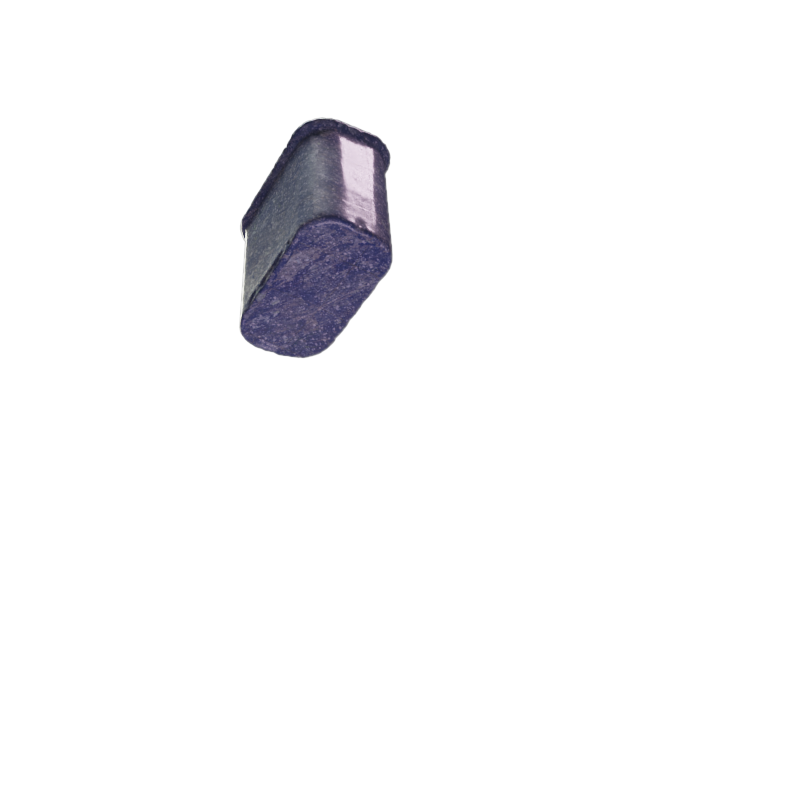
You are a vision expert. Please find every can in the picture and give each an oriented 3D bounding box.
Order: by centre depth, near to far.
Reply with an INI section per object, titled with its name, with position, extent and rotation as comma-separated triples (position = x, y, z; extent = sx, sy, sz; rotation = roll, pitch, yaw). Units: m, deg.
[can]
position = -0.046, -0.084, 0.588
extent = 0.055, 0.090, 0.099
rotation = 21, -50, -22
